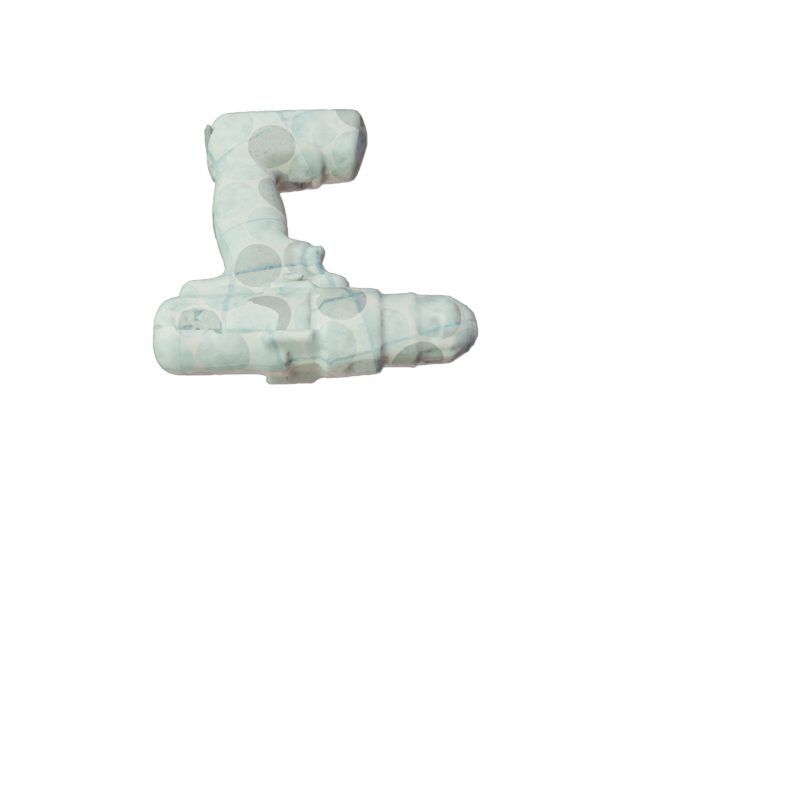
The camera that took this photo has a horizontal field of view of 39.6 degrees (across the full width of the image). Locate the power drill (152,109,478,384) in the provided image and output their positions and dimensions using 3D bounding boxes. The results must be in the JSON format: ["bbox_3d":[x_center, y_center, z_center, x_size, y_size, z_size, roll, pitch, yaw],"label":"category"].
[{"bbox_3d":[-0.053,-0.096,0.675,0.184,0.201,0.053,-2,-38,-2],"label":"power drill"}]
